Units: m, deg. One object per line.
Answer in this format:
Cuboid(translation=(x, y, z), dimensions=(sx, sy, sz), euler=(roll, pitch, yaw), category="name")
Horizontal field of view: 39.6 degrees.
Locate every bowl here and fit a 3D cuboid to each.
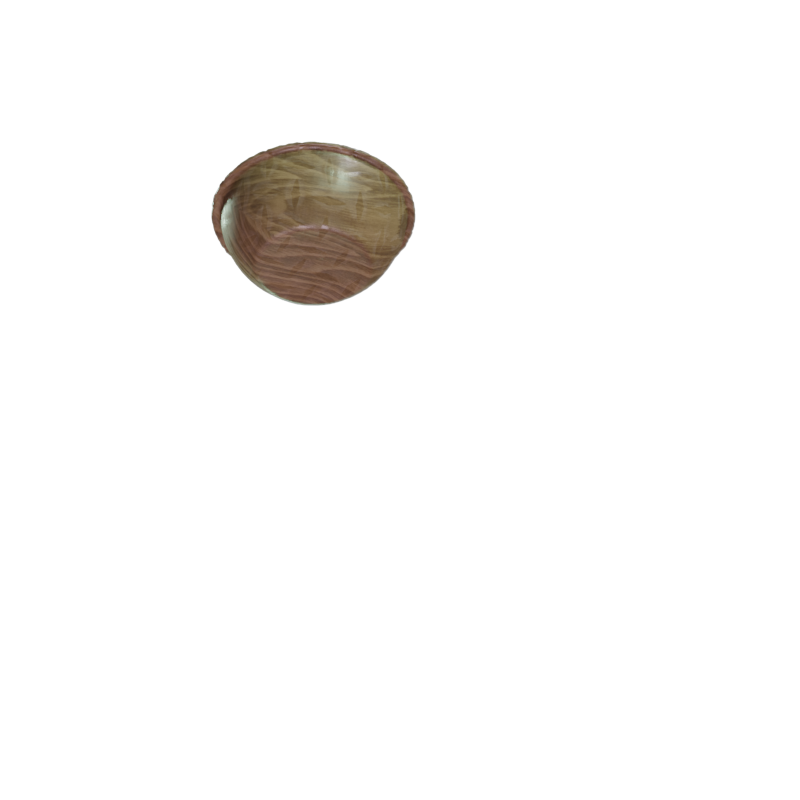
Cuboid(translation=(-0.067, -0.123, 0.859), dimensions=(0.162, 0.059, 0.151), euler=(1, -39, -1), category="bowl")
